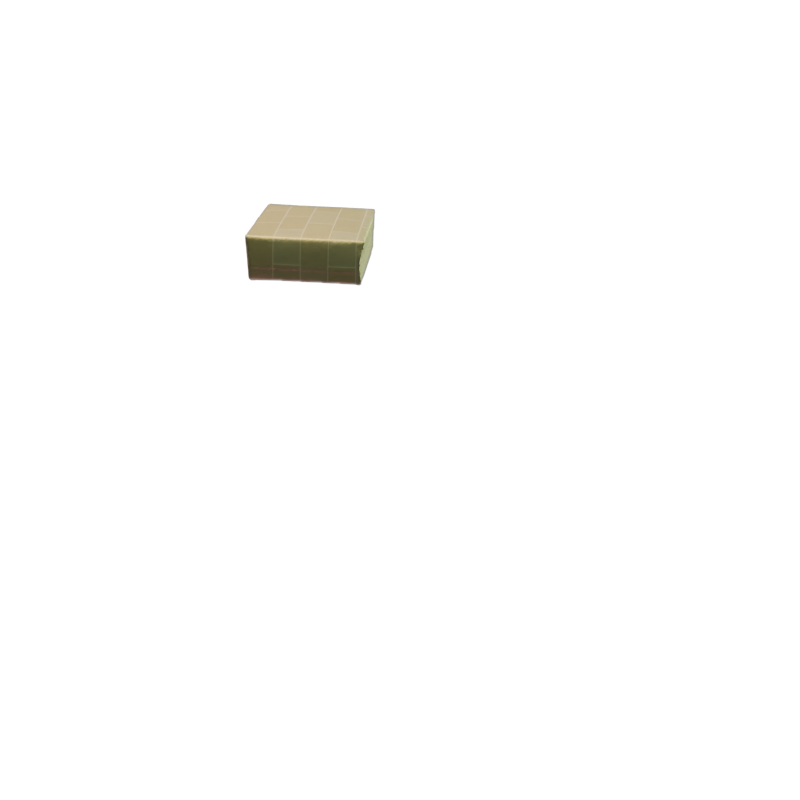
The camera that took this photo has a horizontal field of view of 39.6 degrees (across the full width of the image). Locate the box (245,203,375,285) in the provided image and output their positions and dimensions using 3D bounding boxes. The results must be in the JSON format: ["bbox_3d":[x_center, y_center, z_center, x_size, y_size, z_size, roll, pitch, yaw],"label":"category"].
[{"bbox_3d":[-0.068,-0.124,0.870,0.090,0.037,0.118,2,23,4],"label":"box"}]
